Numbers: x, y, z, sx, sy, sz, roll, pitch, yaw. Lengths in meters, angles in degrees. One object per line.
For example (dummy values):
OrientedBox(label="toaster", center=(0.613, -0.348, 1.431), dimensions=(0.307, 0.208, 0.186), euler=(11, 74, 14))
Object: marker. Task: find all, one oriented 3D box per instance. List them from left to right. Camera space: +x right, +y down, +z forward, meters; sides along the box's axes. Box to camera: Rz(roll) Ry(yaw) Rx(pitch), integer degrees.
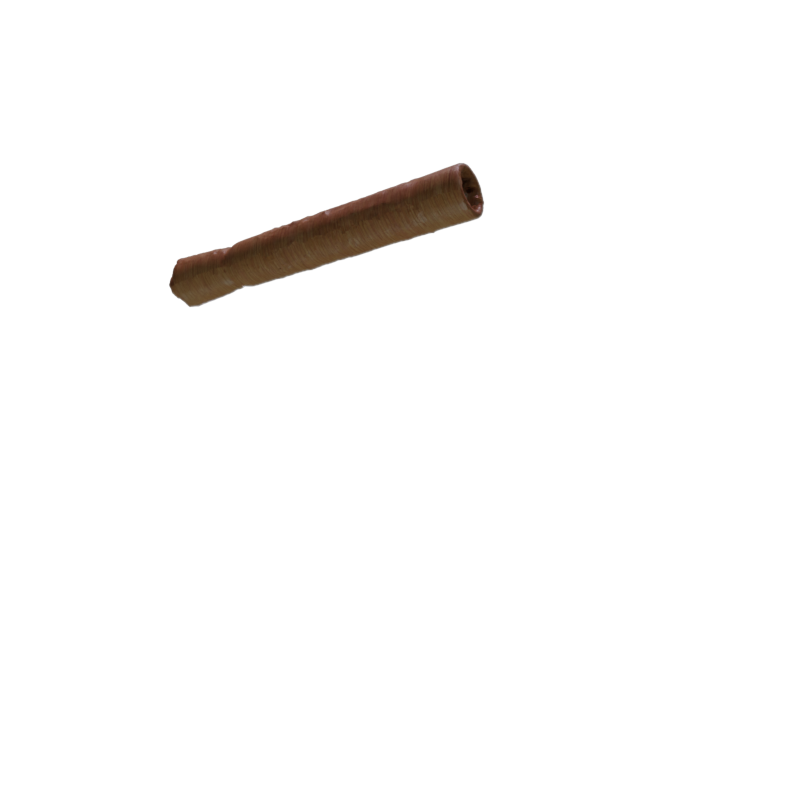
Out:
OrientedBox(label="marker", center=(-0.030, -0.054, 0.381), dimensions=(0.123, 0.020, 0.019), euler=(-14, -3, 28))
